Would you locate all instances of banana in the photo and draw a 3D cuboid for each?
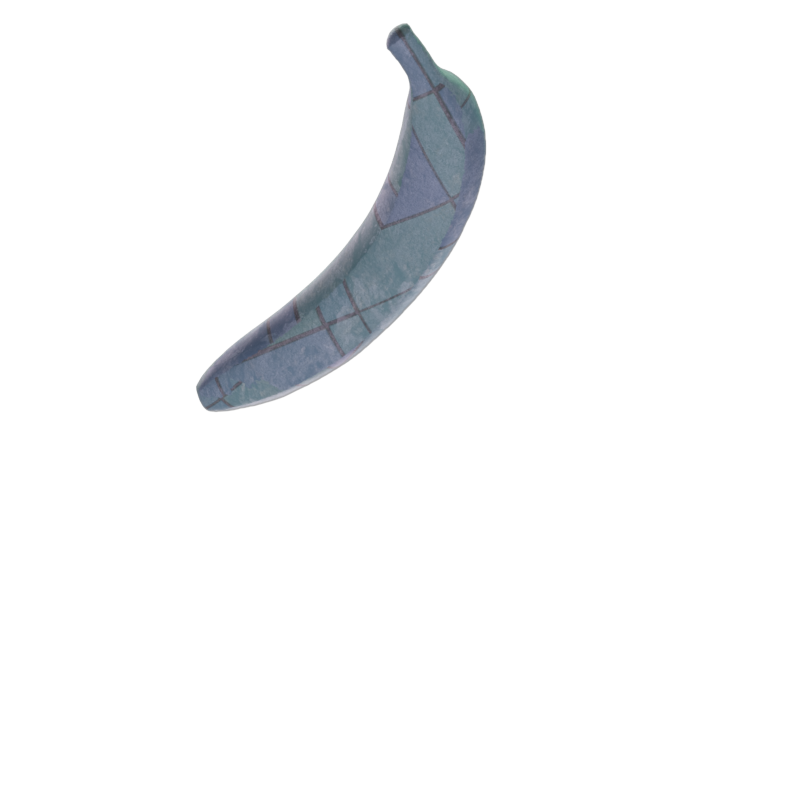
[{"bbox_3d":[-0.017,-0.062,0.458,0.067,0.191,0.039,23,31,-16],"label":"banana"}]
